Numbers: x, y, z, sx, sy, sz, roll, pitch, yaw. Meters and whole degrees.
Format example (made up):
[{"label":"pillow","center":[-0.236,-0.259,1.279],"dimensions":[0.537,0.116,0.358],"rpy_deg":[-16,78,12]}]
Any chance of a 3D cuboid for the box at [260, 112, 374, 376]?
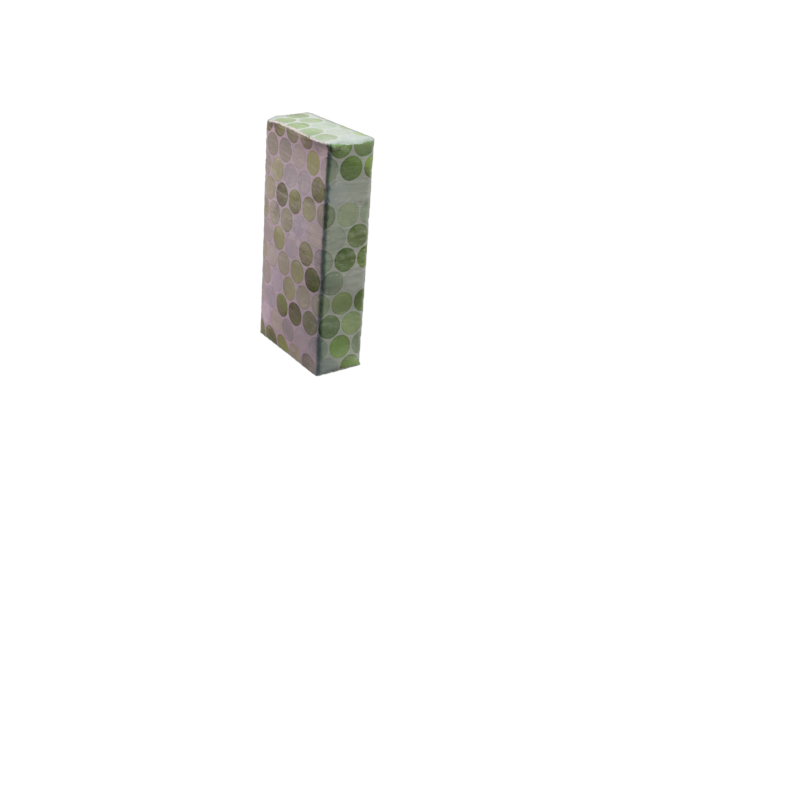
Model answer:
[{"label":"box","center":[-0.065,-0.117,0.822],"dimensions":[0.047,0.168,0.100],"rpy_deg":[-11,25,-31]}]
